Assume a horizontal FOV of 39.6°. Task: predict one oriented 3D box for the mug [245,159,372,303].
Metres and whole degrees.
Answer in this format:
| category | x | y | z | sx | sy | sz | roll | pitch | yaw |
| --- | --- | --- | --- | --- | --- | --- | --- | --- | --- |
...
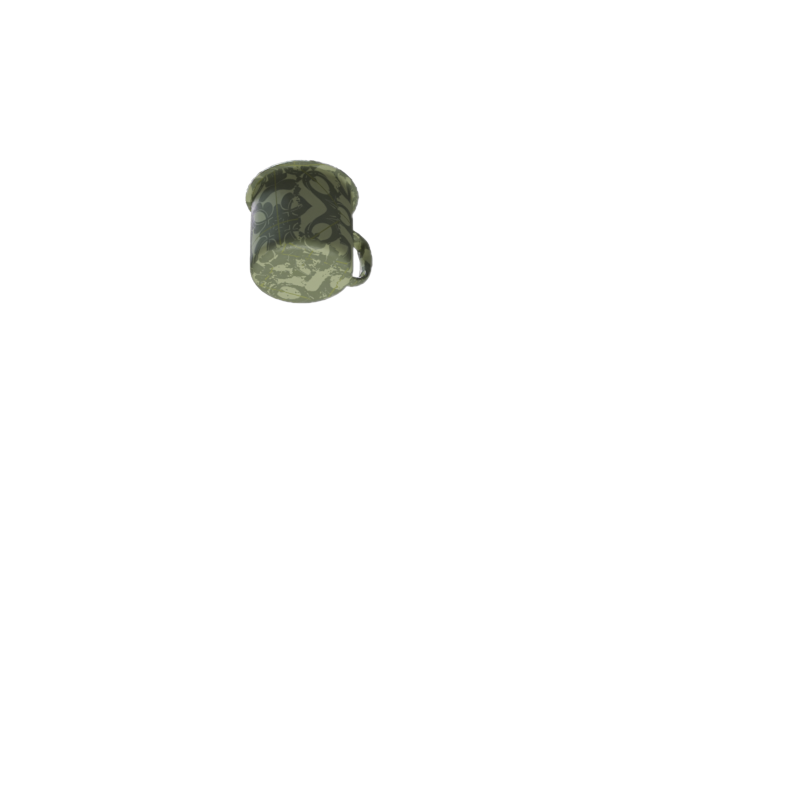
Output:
| category | x | y | z | sx | sy | sz | roll | pitch | yaw |
| --- | --- | --- | --- | --- | --- | --- | --- | --- | --- |
| mug | -0.070 | -0.127 | 0.892 | 0.110 | 0.087 | 0.092 | 26 | -43 | -34 |
